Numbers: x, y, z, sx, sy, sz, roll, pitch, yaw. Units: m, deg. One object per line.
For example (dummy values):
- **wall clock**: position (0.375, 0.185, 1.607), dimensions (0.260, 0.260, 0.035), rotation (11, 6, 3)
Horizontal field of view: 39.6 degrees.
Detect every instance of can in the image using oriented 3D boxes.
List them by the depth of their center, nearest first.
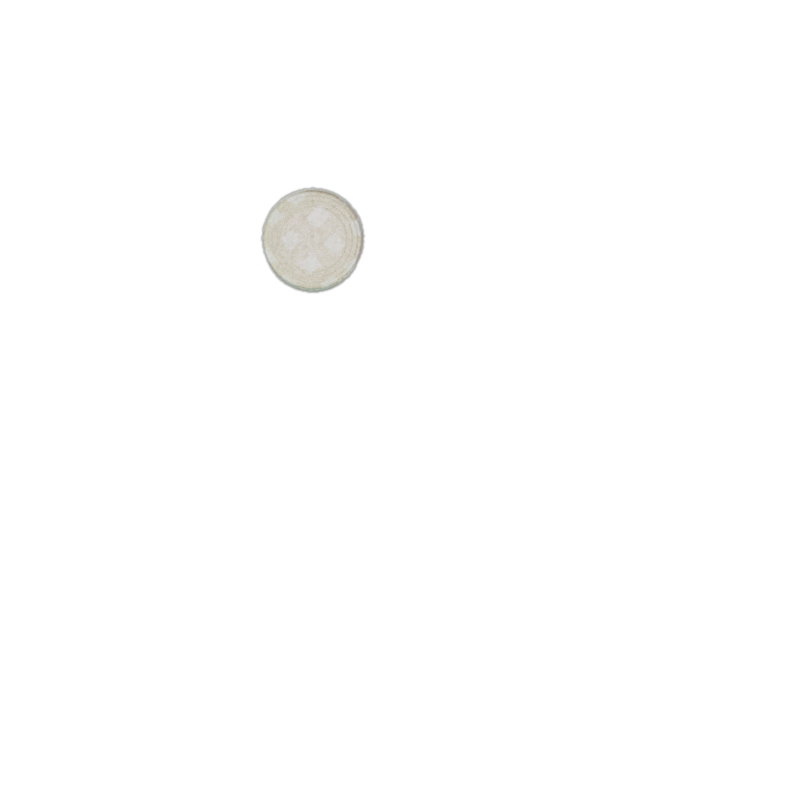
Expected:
- **can**: position (-0.075, -0.136, 0.952), dimensions (0.086, 0.088, 0.033), rotation (0, -9, -1)
